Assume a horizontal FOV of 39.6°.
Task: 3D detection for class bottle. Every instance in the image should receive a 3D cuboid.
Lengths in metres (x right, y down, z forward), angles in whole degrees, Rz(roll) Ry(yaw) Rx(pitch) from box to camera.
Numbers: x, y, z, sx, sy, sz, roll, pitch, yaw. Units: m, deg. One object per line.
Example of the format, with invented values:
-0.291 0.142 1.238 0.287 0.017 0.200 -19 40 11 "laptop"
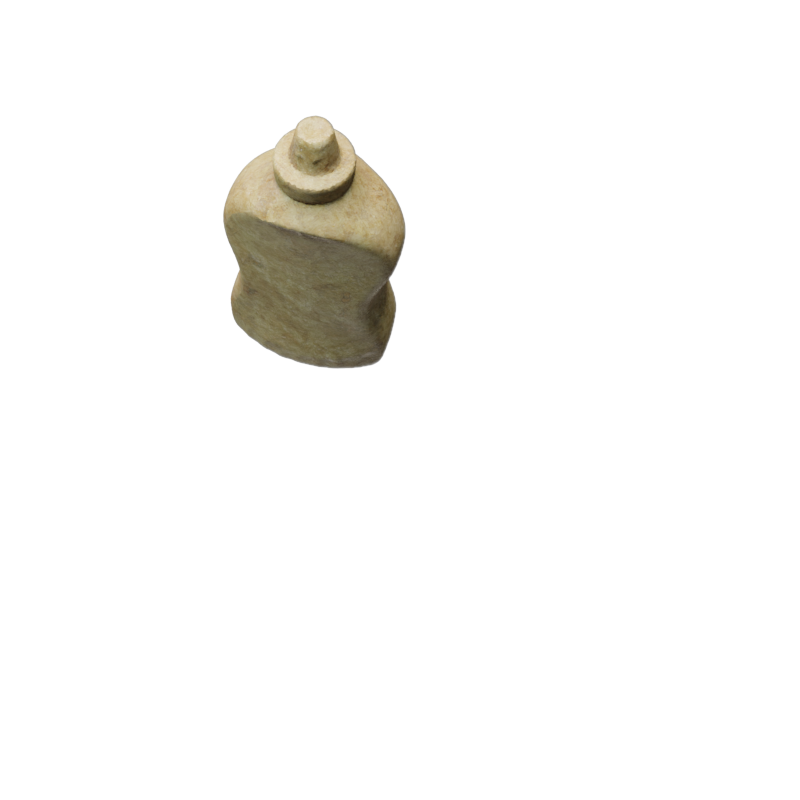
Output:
-0.047 -0.086 0.598 0.098 0.061 0.180 19 -27 6 "bottle"
